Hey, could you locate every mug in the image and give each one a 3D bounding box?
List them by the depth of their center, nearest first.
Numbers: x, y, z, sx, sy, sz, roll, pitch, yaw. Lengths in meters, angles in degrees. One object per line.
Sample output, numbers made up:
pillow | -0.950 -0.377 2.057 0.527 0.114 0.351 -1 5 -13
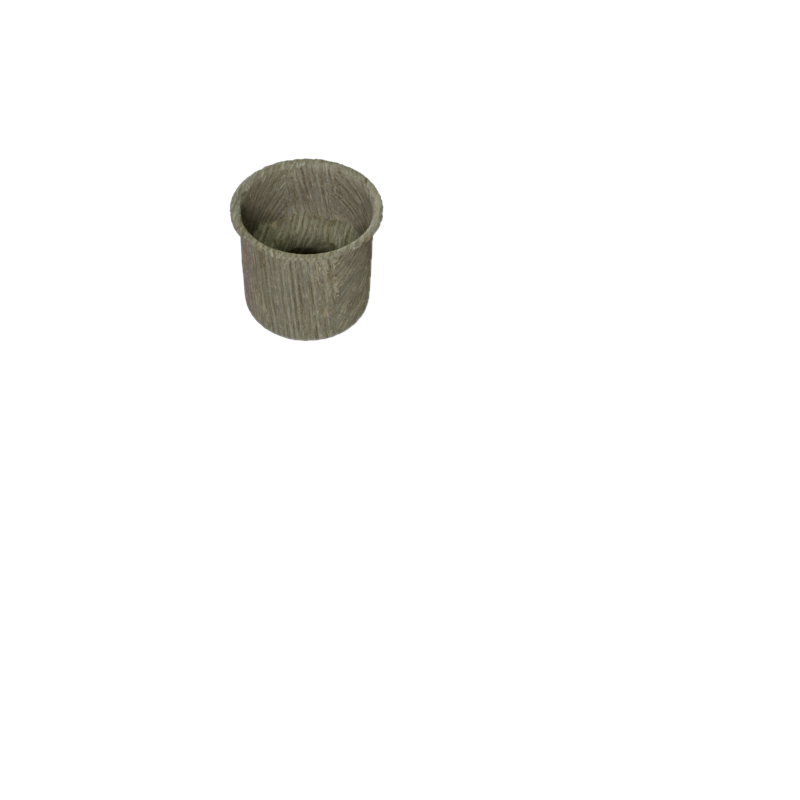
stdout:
mug | -0.055 -0.101 0.705 0.095 0.123 0.076 14 -41 11
